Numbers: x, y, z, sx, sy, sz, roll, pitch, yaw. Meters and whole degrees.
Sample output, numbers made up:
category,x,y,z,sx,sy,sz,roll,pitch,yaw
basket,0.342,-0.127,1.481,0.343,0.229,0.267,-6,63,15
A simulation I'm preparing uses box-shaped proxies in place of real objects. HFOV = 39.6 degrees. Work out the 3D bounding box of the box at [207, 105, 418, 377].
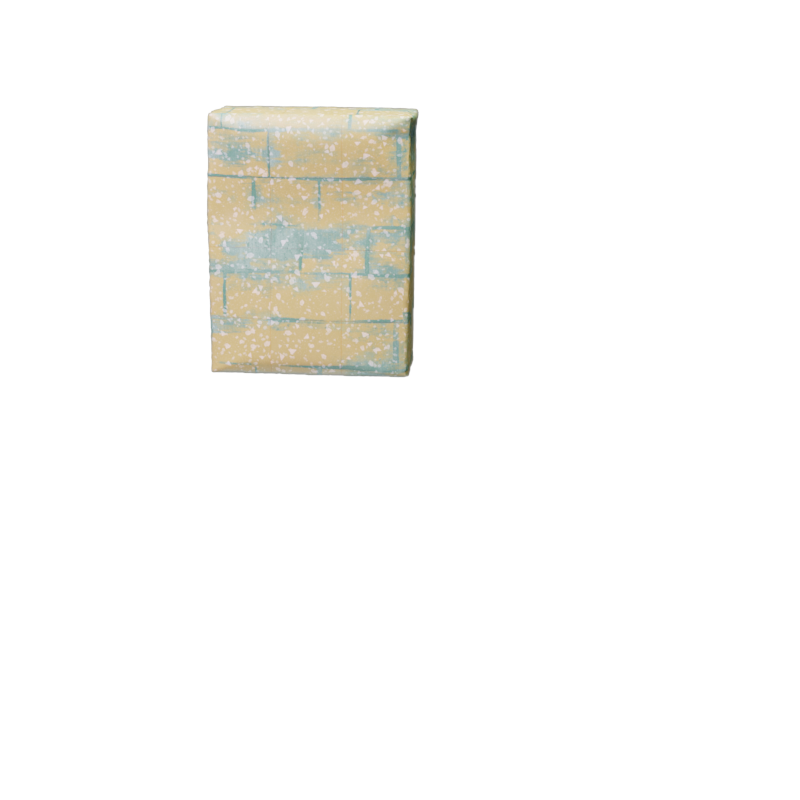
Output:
category,x,y,z,sx,sy,sz,roll,pitch,yaw
box,-0.070,-0.128,0.899,0.166,0.208,0.073,2,13,7
